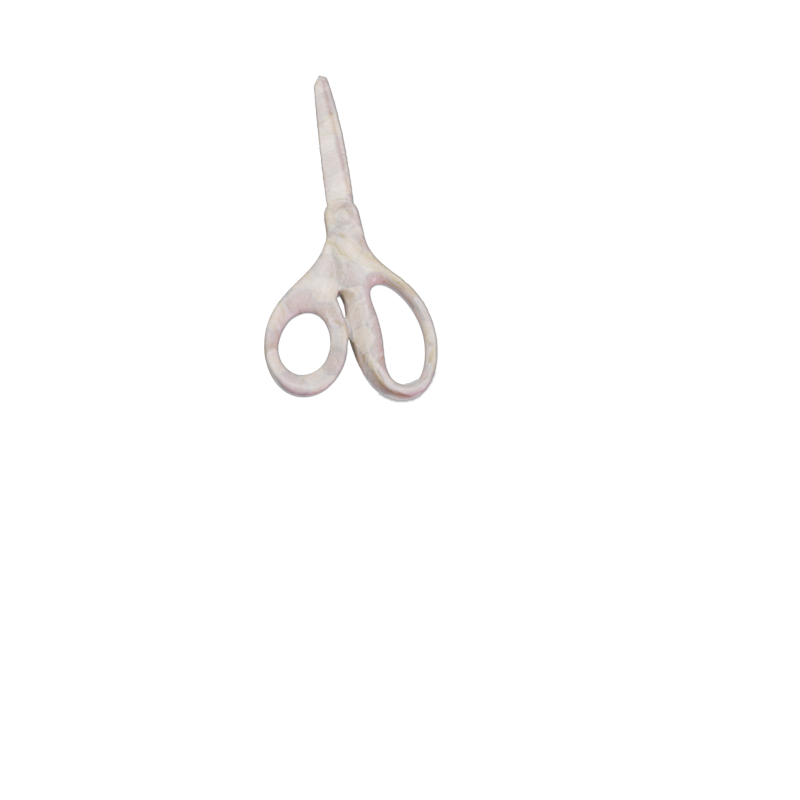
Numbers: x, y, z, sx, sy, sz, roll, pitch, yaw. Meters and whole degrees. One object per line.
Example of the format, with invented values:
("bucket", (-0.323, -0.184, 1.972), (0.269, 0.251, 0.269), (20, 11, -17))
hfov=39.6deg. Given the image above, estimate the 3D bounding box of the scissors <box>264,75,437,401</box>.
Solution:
("scissors", (-0.046, -0.085, 0.594), (0.096, 0.215, 0.015), (-20, -26, -10))
